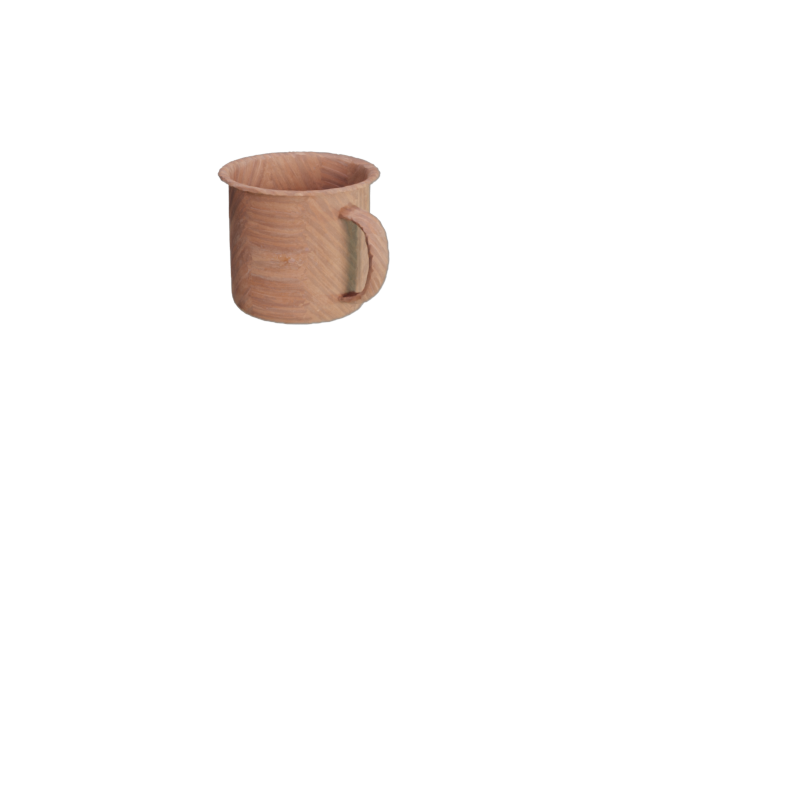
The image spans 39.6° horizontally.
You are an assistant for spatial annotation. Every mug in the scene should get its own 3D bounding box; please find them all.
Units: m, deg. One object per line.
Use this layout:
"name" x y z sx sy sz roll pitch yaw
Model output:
"mug" -0.050 -0.092 0.641 0.124 0.078 0.092 22 31 40
